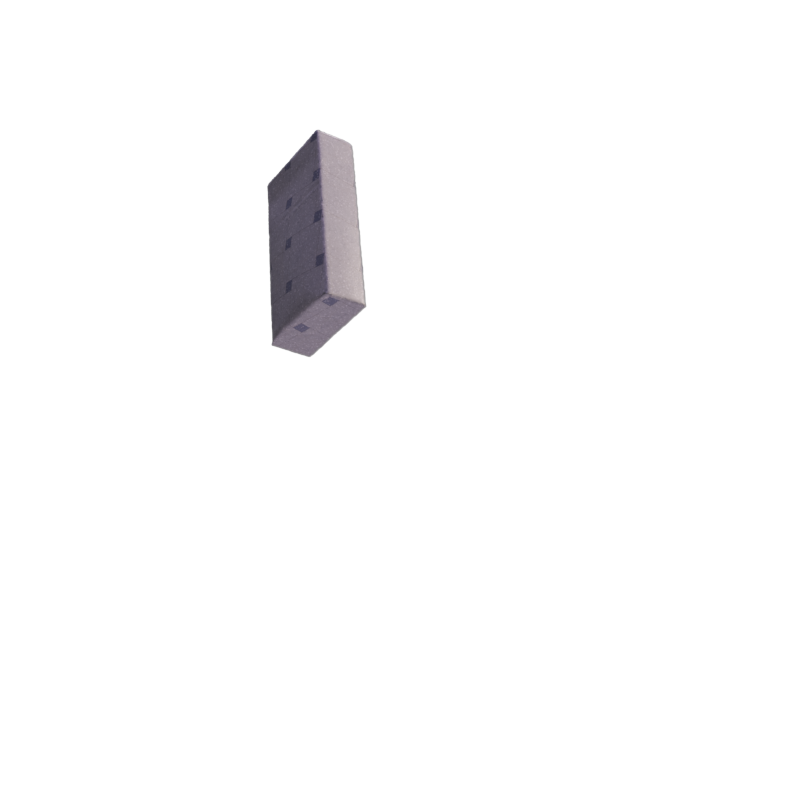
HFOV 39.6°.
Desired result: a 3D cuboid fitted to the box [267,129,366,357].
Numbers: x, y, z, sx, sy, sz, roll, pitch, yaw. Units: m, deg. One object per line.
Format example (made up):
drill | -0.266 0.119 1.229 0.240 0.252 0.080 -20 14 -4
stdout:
box | -0.075 -0.137 0.956 0.046 0.189 0.092 20 -40 -29
